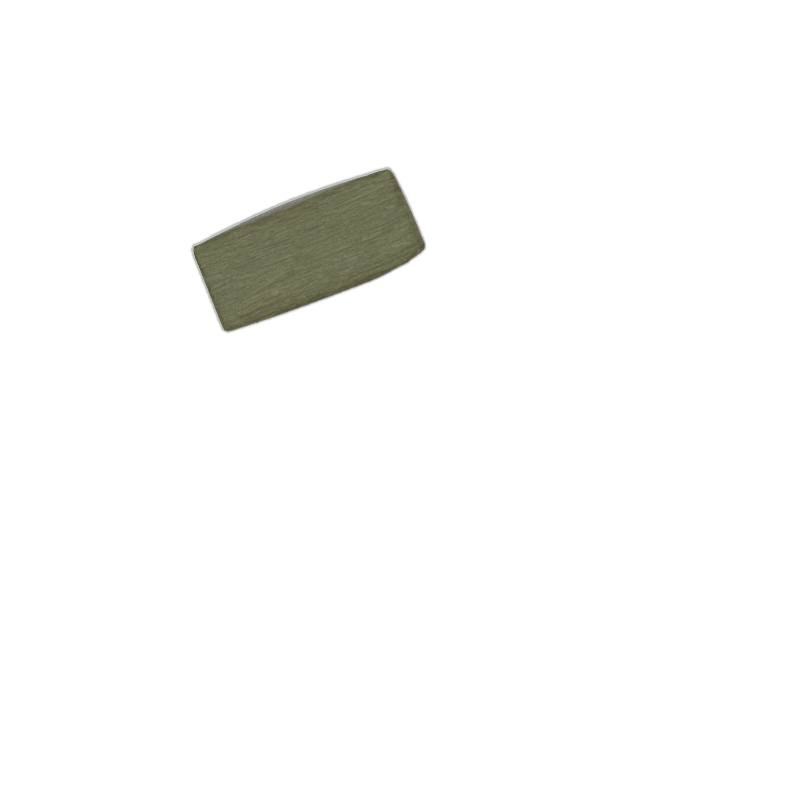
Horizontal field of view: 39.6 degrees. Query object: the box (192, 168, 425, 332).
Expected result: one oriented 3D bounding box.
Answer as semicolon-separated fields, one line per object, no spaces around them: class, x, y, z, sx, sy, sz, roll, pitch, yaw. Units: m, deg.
box;-0.043;-0.078;0.547;0.093;0.047;0.180;-21;12;1
